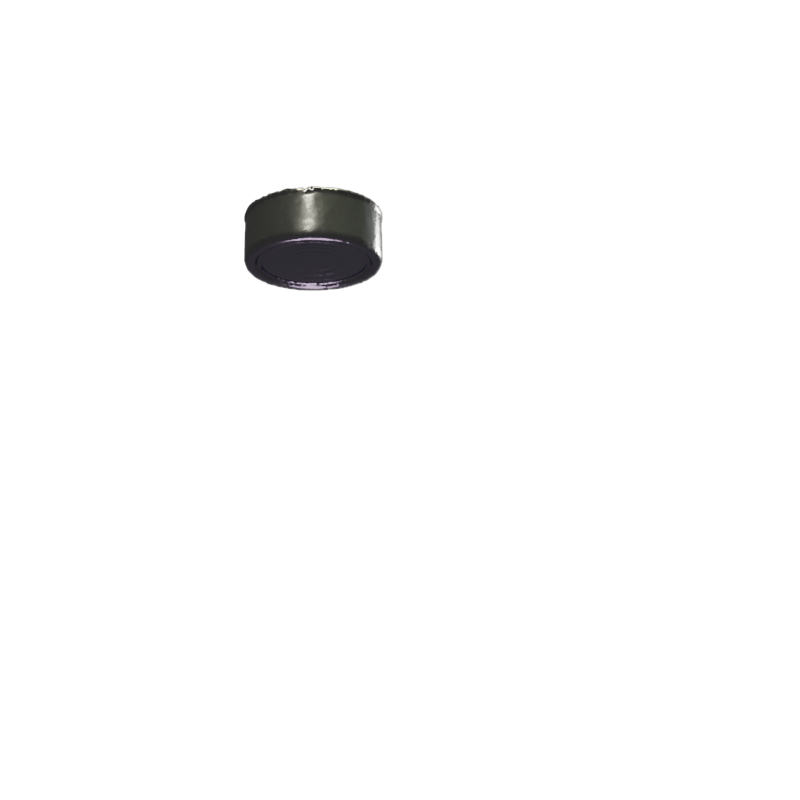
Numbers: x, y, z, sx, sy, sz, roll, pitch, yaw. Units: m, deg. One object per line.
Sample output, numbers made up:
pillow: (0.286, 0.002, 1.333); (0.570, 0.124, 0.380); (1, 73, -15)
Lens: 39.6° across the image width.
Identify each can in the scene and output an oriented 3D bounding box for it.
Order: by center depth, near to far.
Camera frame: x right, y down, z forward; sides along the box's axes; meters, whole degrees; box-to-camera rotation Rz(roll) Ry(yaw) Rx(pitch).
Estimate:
can: (-0.053, -0.097, 0.680); (0.086, 0.035, 0.082); (0, -18, -2)
